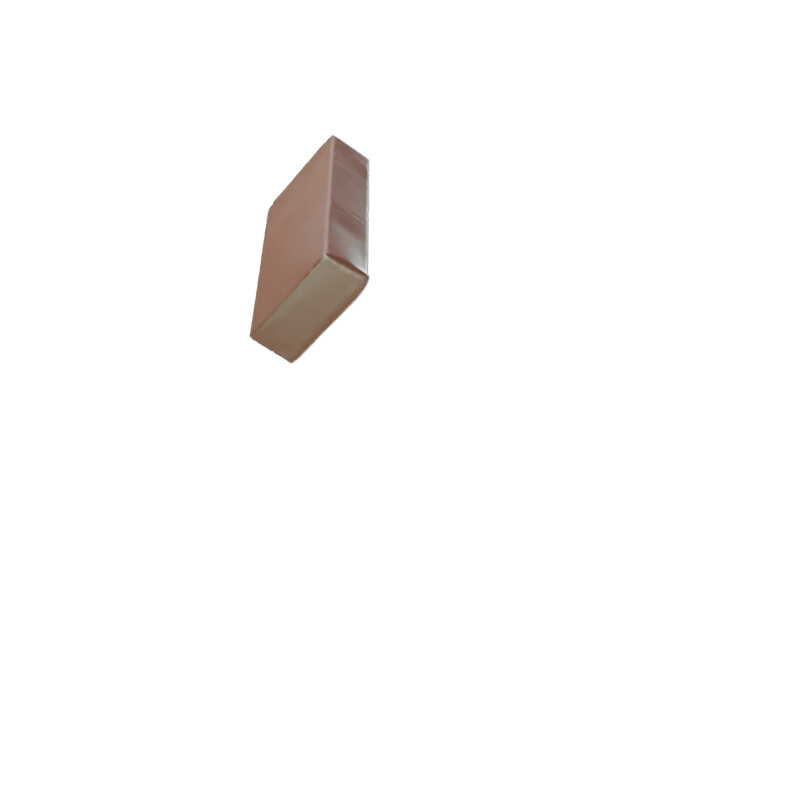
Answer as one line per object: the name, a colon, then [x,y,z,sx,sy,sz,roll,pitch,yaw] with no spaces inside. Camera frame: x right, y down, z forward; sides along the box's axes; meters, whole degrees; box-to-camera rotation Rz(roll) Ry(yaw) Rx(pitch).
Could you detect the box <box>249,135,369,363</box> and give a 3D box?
box: [-0.066,-0.119,0.836,0.046,0.189,0.091,32,-60,-26]
